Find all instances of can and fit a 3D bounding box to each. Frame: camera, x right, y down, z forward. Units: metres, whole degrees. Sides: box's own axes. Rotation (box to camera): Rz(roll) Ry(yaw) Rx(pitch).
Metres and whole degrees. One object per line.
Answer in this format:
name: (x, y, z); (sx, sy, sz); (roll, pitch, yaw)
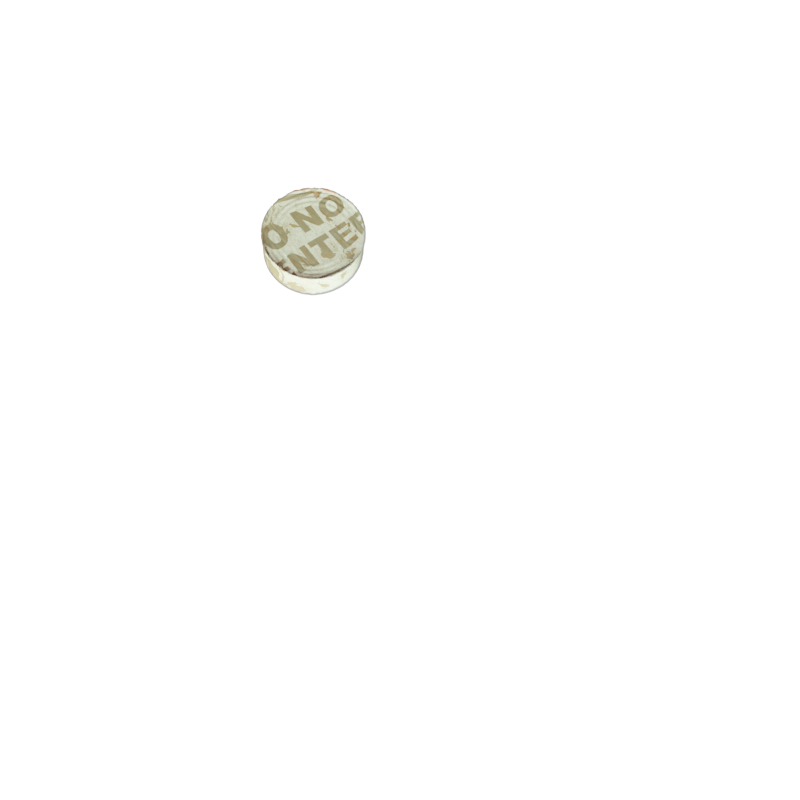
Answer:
can: (-0.072, -0.131, 0.920); (0.086, 0.091, 0.032); (-1, -26, -1)
